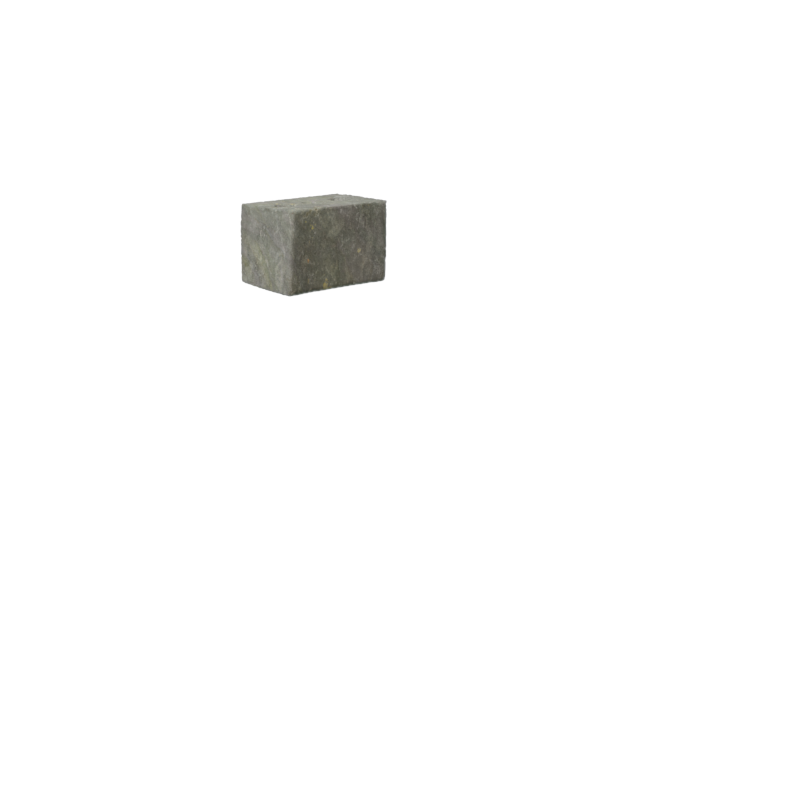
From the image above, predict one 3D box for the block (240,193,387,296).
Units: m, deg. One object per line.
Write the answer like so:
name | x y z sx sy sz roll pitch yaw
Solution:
block | -0.054 -0.098 0.688 0.076 0.050 0.056 -13 20 -40
